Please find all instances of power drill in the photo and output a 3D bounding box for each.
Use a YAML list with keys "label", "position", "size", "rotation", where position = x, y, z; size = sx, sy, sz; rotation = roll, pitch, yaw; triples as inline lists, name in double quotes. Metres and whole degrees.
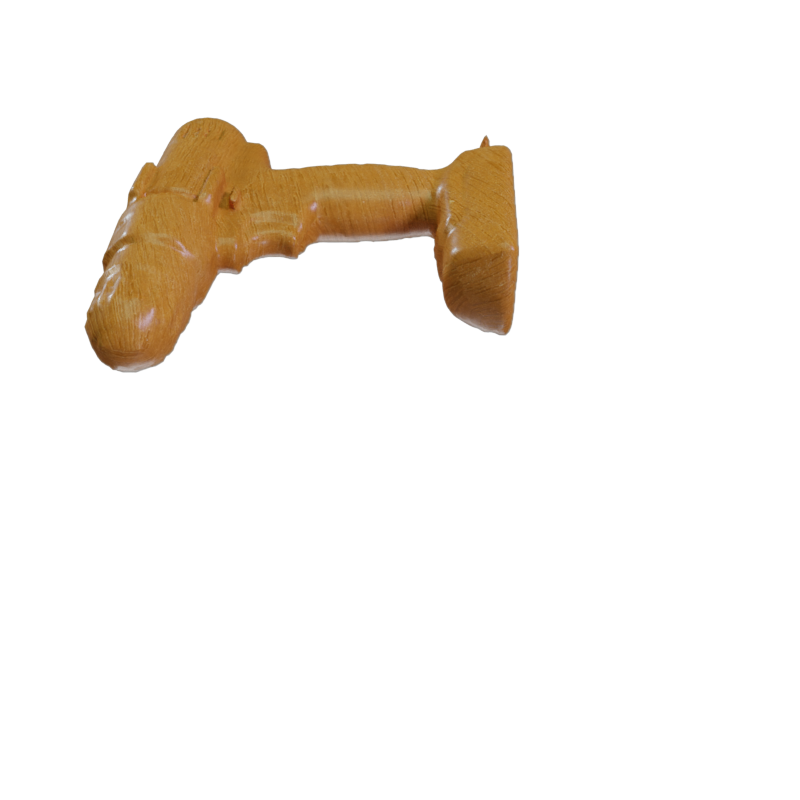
- label: "power drill"
  position: [-0.041, -0.074, 0.521]
  size: [0.189, 0.054, 0.196]
  rotation: [4, 40, 4]
